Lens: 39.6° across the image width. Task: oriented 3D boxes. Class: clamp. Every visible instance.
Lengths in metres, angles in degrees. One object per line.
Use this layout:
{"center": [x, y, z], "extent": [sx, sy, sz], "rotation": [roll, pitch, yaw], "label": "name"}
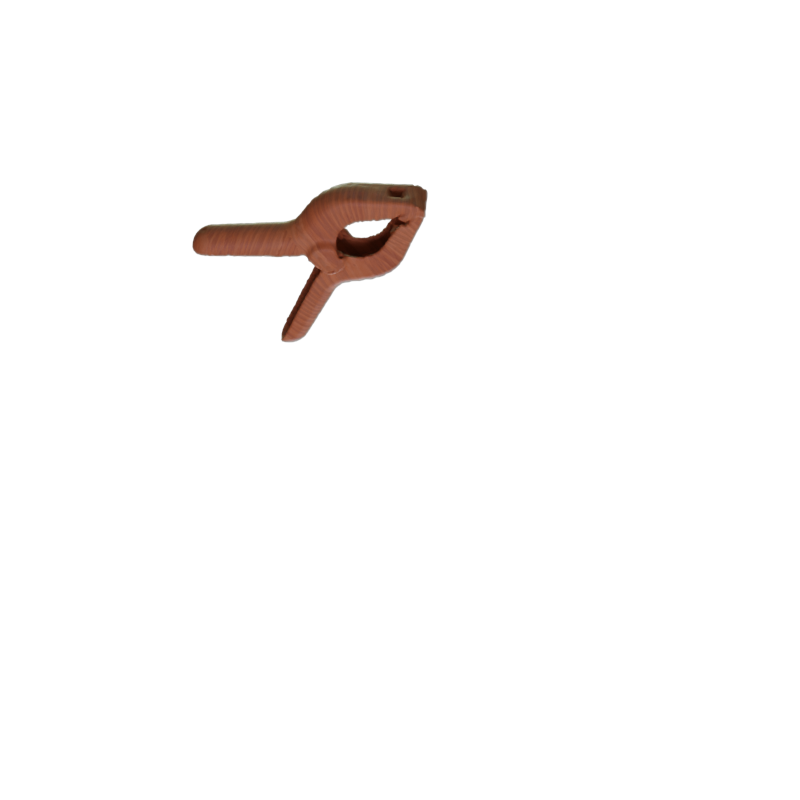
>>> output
{"center": [-0.062, -0.113, 0.794], "extent": [0.170, 0.042, 0.113], "rotation": [-33, -53, 29], "label": "clamp"}
